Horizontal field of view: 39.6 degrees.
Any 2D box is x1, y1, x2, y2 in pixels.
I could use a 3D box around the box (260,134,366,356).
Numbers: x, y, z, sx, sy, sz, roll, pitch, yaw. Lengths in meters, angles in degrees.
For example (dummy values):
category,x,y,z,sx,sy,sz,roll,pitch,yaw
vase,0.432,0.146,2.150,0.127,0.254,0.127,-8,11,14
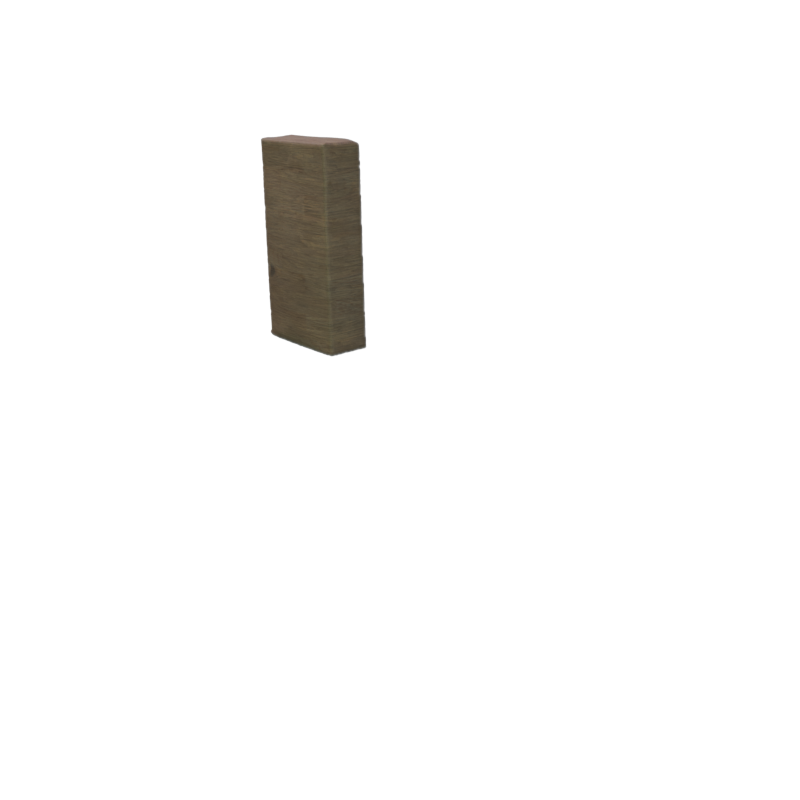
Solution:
category,x,y,z,sx,sy,sz,roll,pitch,yaw
box,-0.073,-0.134,0.938,0.047,0.172,0.098,-7,14,-38
